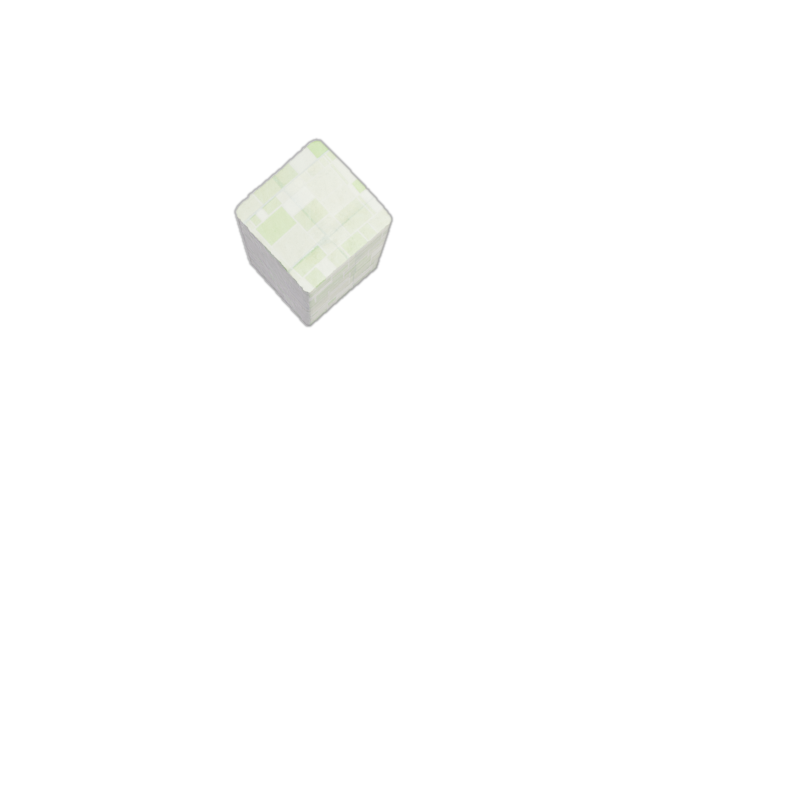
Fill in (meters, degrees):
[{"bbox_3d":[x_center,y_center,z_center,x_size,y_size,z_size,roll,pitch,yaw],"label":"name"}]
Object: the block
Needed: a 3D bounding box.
[{"bbox_3d":[-0.074,-0.136,0.948,0.091,0.091,0.203,-42,-1,-6],"label":"block"}]
